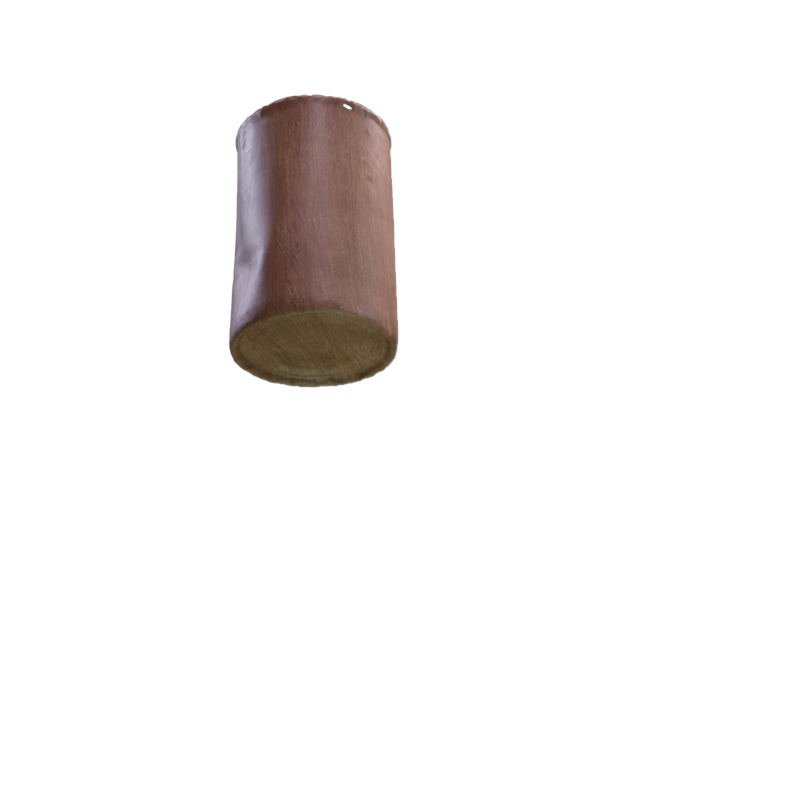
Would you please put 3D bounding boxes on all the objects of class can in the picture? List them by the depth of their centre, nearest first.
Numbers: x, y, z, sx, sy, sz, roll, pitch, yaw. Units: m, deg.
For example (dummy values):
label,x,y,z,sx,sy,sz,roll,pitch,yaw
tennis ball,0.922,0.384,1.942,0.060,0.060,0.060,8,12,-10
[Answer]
label,x,y,z,sx,sy,sz,roll,pitch,yaw
can,-0.036,-0.065,0.456,0.068,0.109,0.064,0,-29,-2
